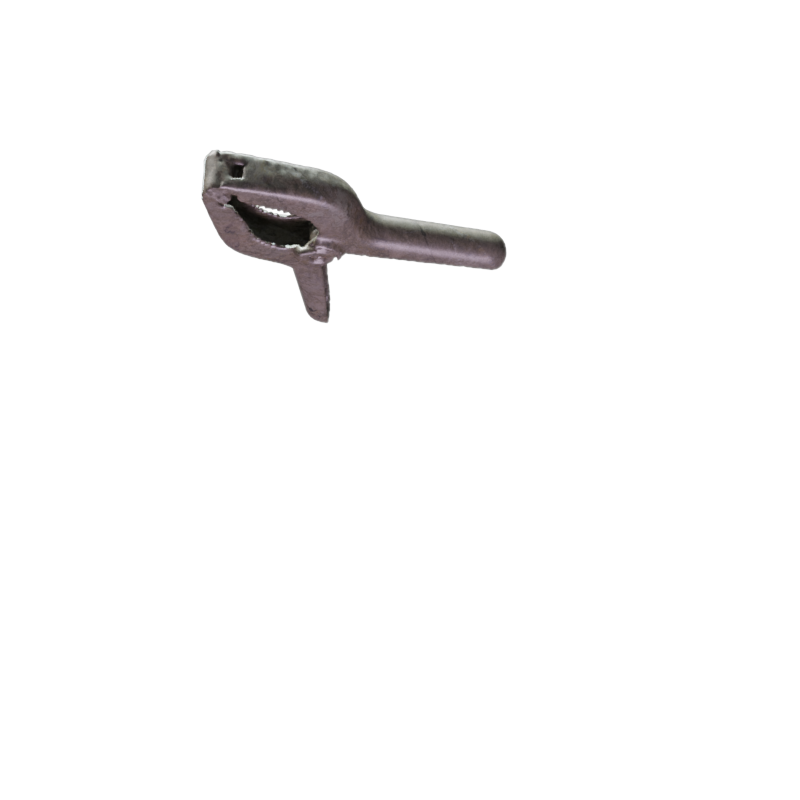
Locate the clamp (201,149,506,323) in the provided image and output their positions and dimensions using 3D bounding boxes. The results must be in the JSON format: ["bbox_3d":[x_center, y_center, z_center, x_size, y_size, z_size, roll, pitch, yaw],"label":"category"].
[{"bbox_3d":[-0.057,-0.103,0.725,0.197,0.038,0.166,19,-29,-41],"label":"clamp"}]
